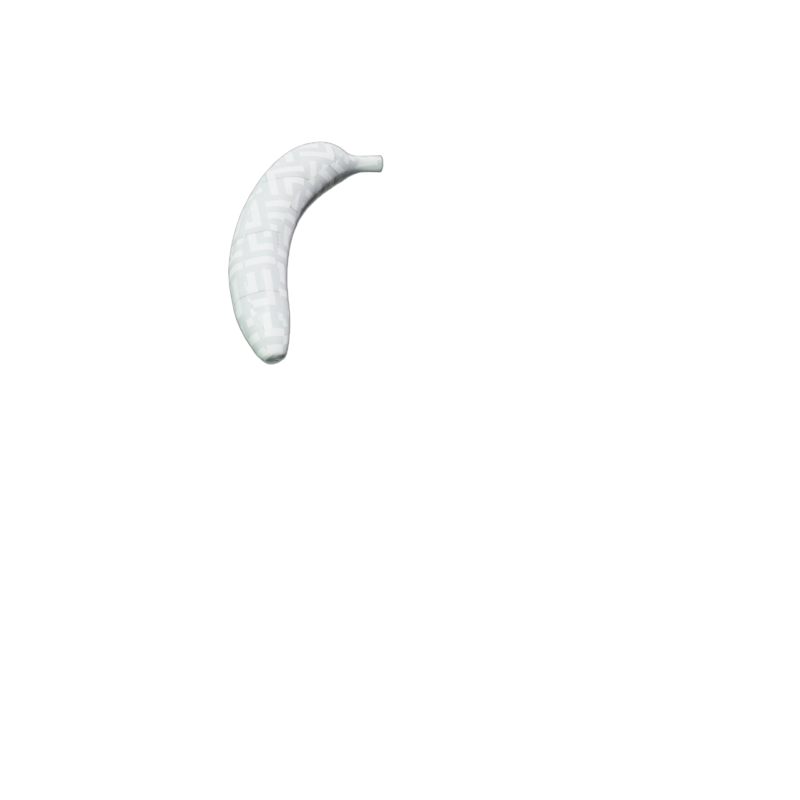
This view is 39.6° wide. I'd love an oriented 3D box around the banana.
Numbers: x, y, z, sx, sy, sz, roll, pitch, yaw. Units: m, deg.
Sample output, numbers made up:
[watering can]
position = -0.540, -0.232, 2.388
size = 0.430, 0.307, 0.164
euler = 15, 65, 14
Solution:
[banana]
position = -0.072, -0.109, 0.714
size = 0.071, 0.207, 0.034
euler = 14, -38, 11
